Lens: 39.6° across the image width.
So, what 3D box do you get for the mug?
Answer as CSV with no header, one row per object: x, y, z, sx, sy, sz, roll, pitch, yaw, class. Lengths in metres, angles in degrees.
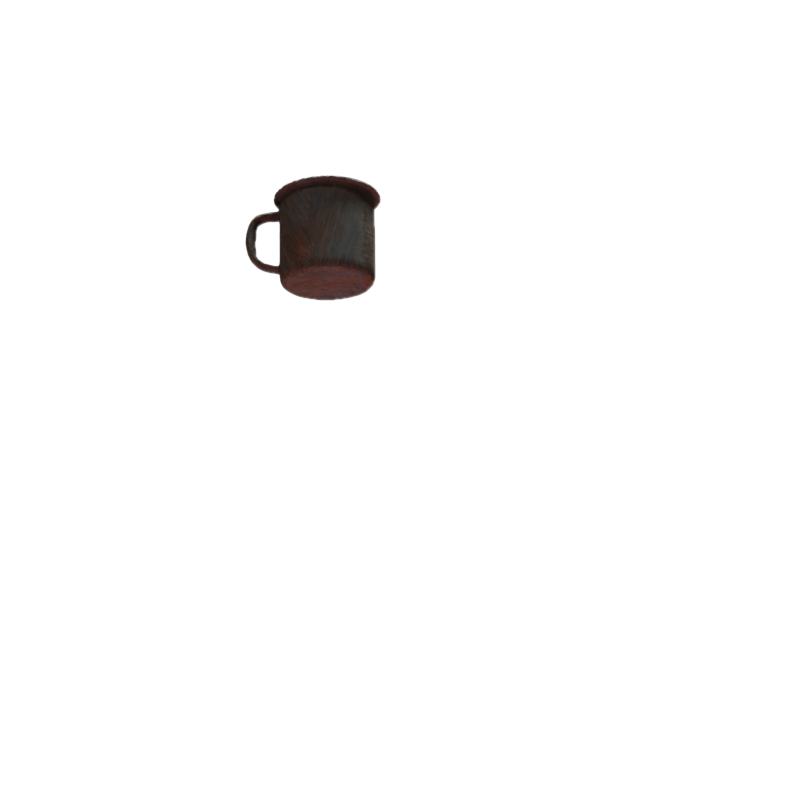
-0.074,-0.136,0.951,0.117,0.086,0.089,-1,-19,0,mug
